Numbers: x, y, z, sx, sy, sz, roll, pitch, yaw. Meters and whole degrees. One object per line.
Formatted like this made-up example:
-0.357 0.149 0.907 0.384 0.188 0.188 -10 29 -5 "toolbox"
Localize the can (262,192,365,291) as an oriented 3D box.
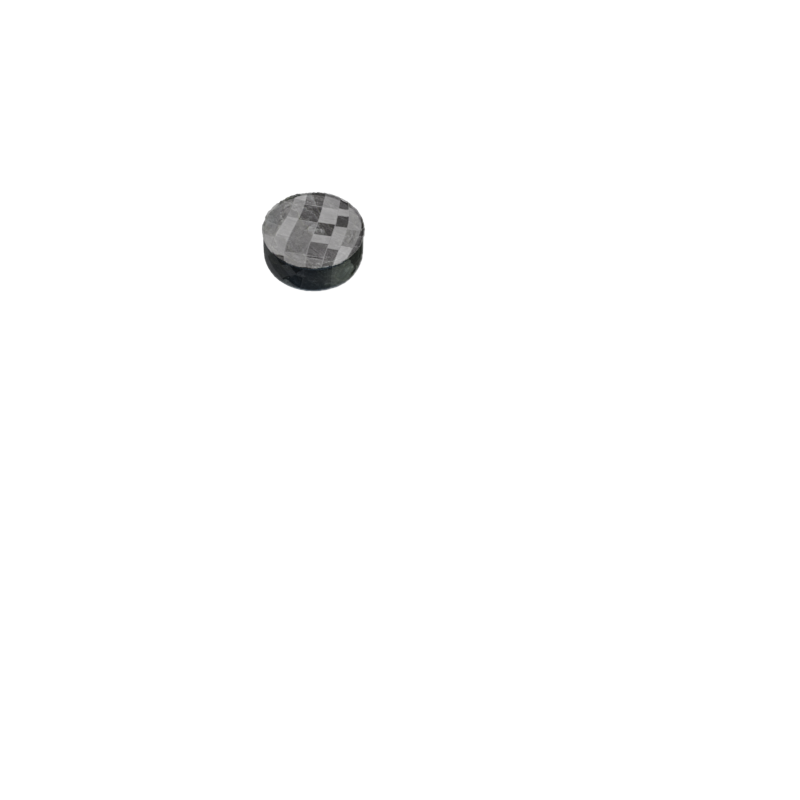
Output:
-0.073 -0.133 0.934 0.086 0.092 0.031 -1 -38 -1 "can"
